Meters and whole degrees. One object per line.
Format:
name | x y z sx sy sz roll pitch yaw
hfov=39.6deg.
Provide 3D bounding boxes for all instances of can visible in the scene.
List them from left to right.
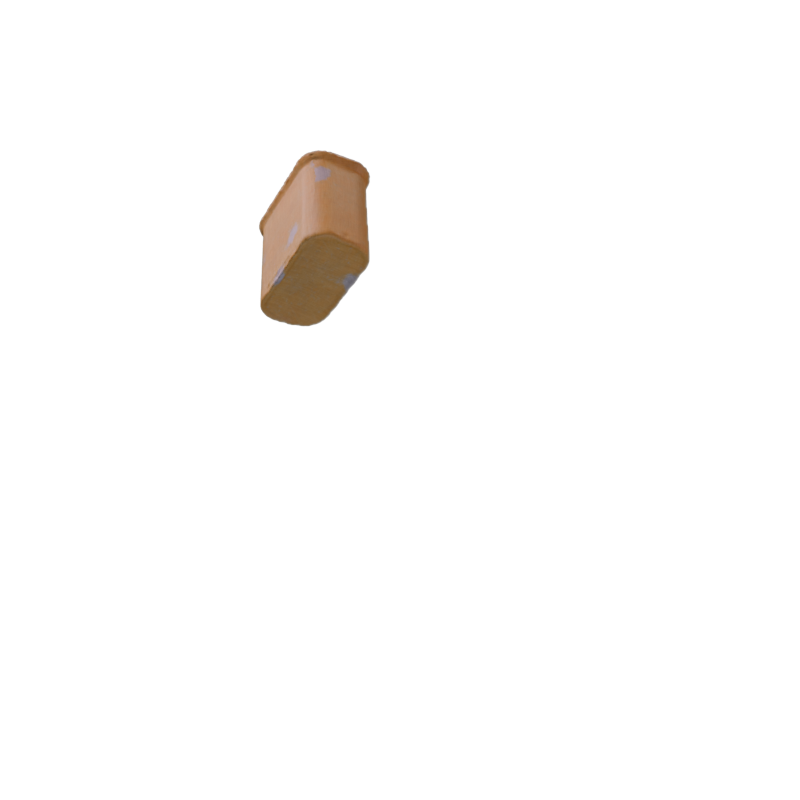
can | -0.063 -0.114 0.801 0.055 0.090 0.099 18 -44 -23
